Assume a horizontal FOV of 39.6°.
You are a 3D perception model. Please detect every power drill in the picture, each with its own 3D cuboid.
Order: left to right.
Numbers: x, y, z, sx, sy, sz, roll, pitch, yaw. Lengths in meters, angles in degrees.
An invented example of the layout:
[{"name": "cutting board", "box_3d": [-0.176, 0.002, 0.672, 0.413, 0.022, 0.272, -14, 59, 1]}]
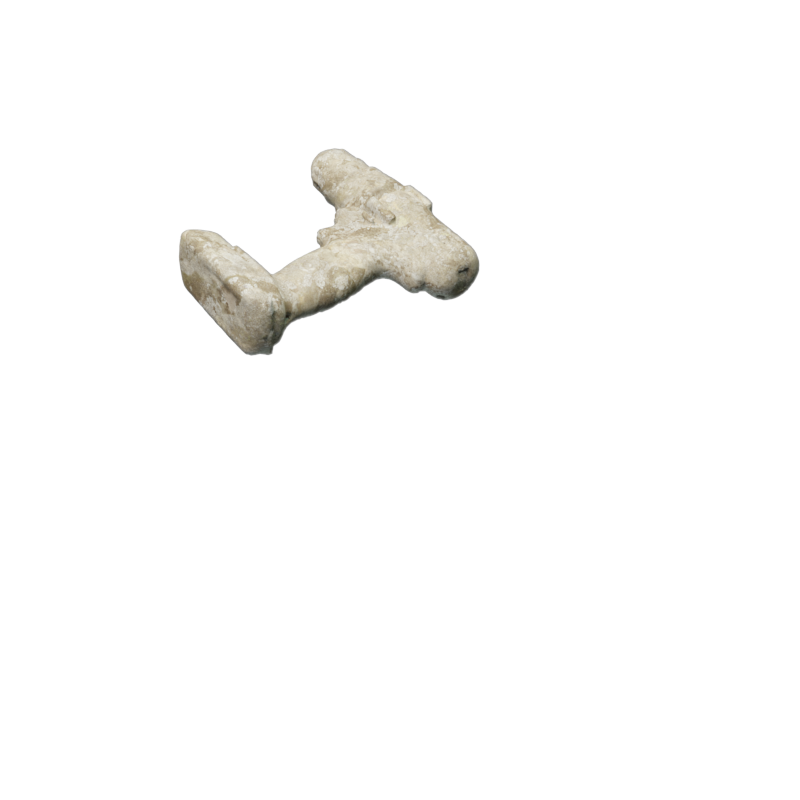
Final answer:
[{"name": "power drill", "box_3d": [-0.064, -0.116, 0.815, 0.186, 0.054, 0.199, -24, 46, -26]}]
